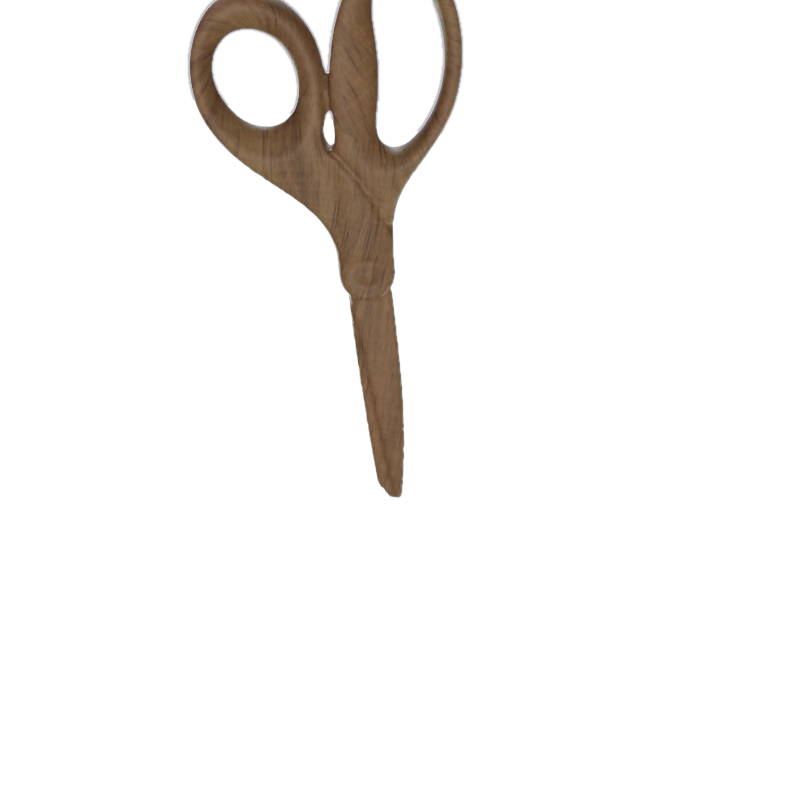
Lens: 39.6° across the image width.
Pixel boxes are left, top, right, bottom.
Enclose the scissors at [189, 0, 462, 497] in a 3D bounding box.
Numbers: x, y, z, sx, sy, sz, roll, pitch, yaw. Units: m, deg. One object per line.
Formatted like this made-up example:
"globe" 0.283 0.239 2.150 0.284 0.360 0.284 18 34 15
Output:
"scissors" -0.030 -0.054 0.379 0.095 0.192 0.017 9 25 -4
